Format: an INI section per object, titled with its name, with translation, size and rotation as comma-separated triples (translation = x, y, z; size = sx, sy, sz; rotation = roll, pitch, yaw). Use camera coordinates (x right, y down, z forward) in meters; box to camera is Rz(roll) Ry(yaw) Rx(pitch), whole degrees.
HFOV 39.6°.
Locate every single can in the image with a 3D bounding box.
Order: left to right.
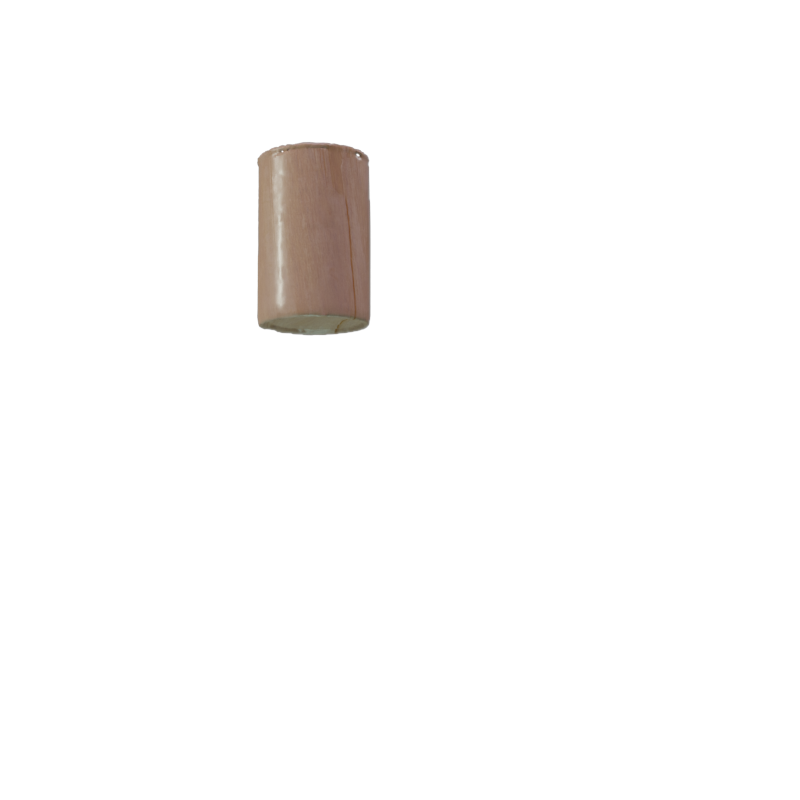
[can]
translation = -0.052, -0.094, 0.659
size = 0.068, 0.105, 0.067
rotation = 0, -12, -2
